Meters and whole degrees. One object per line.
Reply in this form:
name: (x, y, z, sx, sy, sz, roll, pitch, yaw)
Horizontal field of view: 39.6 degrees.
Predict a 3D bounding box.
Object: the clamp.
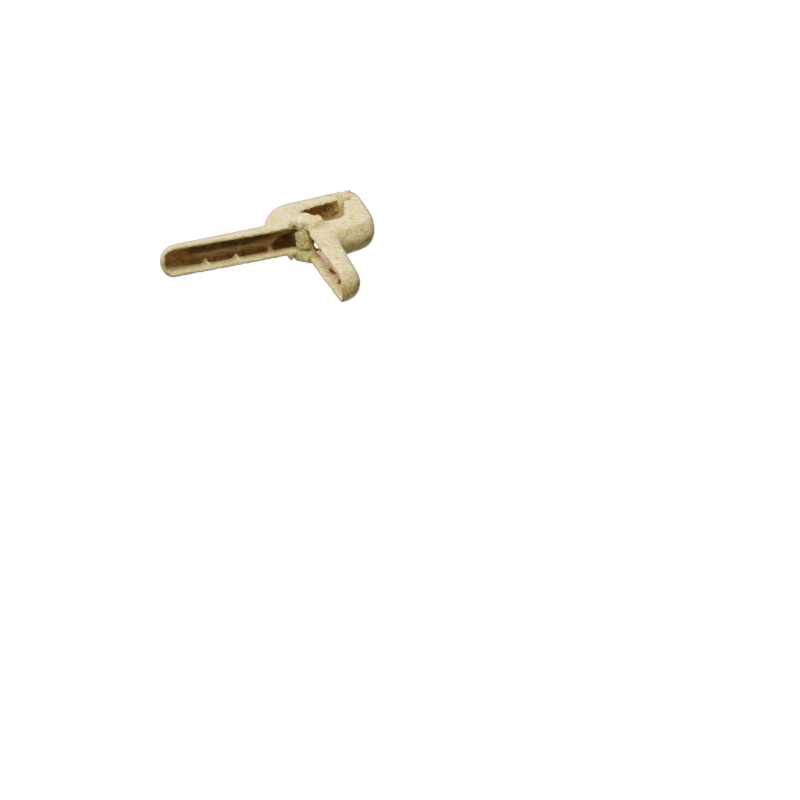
clamp: (-0.071, -0.130, 0.908, 0.172, 0.035, 0.211, 13, 29, 25)
